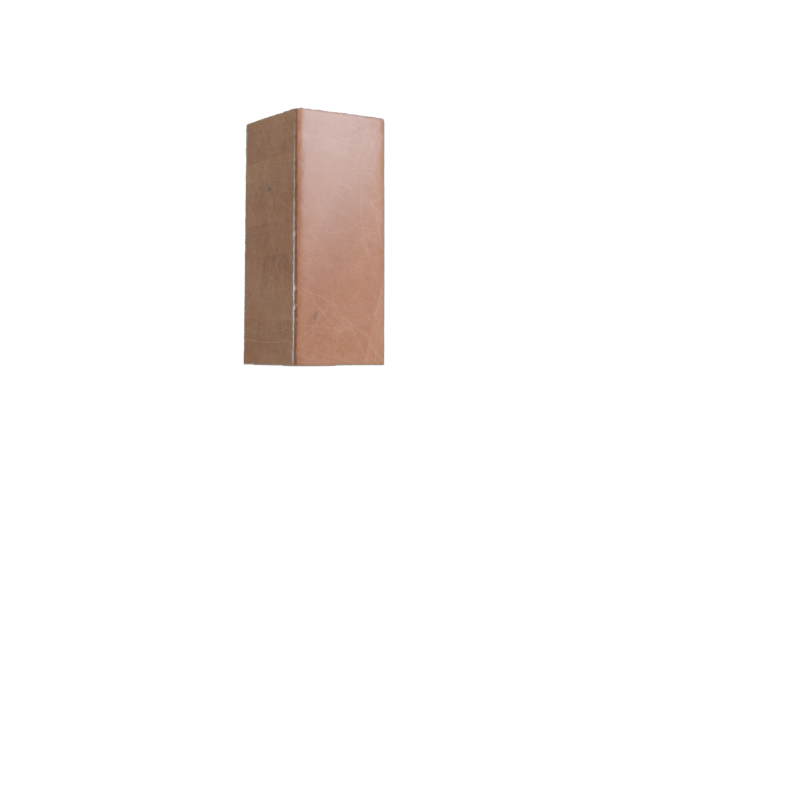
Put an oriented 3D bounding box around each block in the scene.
[{"bbox_3d":[-0.072,-0.133,0.933,0.087,0.209,0.093,2,-5,-34],"label":"block"}]
